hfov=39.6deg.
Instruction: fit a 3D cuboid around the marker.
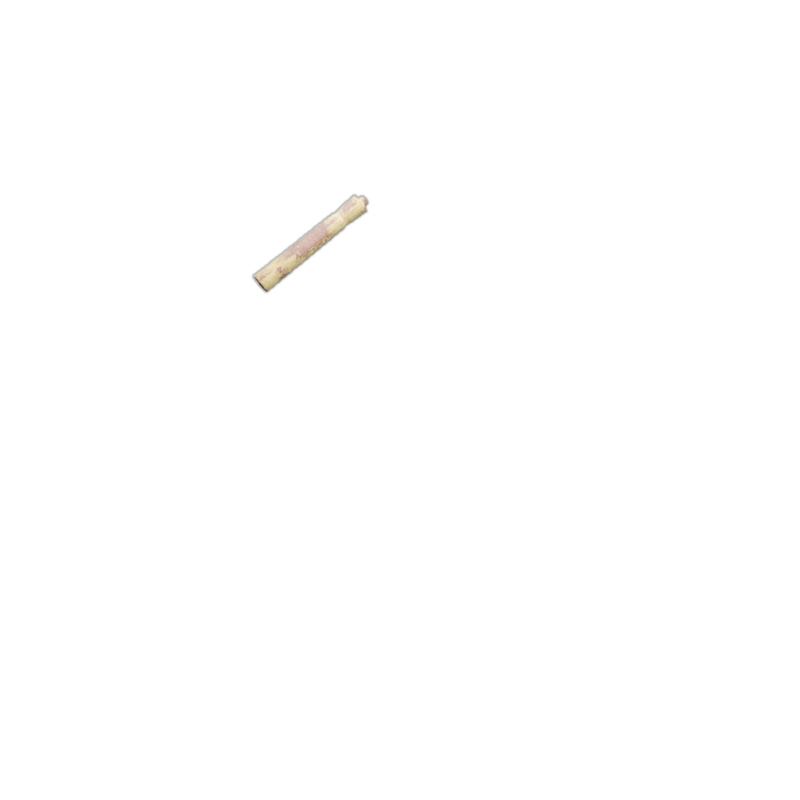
[{"bbox_3d":[-0.076,-0.139,0.972,0.121,0.019,0.020,-40,12,-10],"label":"marker"}]
